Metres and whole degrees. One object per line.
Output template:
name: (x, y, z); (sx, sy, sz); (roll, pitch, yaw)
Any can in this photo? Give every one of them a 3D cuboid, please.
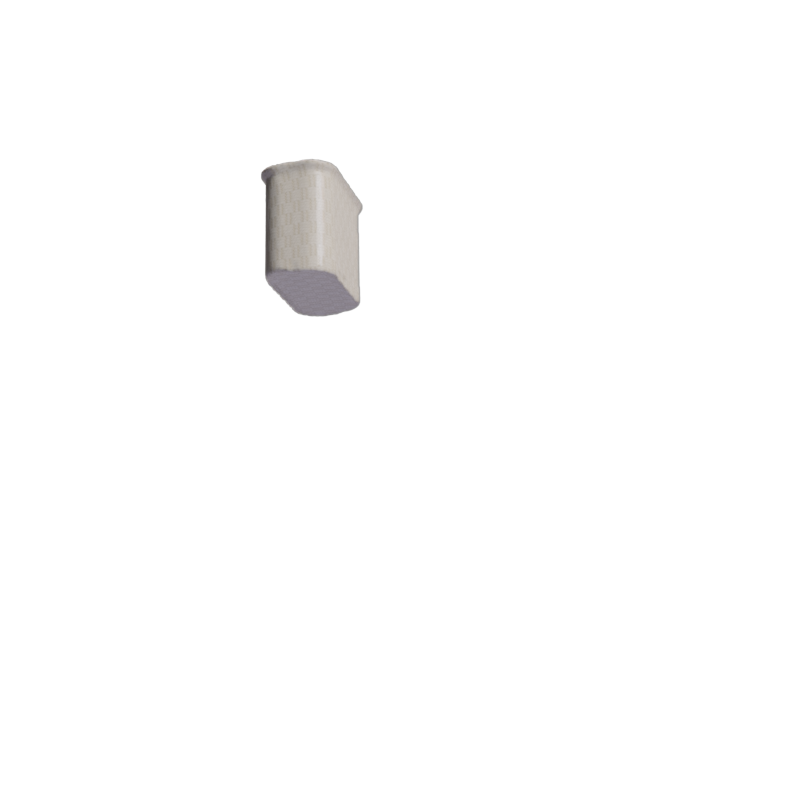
can: (-0.064, -0.116, 0.814); (0.058, 0.088, 0.096); (-6, -19, 14)
